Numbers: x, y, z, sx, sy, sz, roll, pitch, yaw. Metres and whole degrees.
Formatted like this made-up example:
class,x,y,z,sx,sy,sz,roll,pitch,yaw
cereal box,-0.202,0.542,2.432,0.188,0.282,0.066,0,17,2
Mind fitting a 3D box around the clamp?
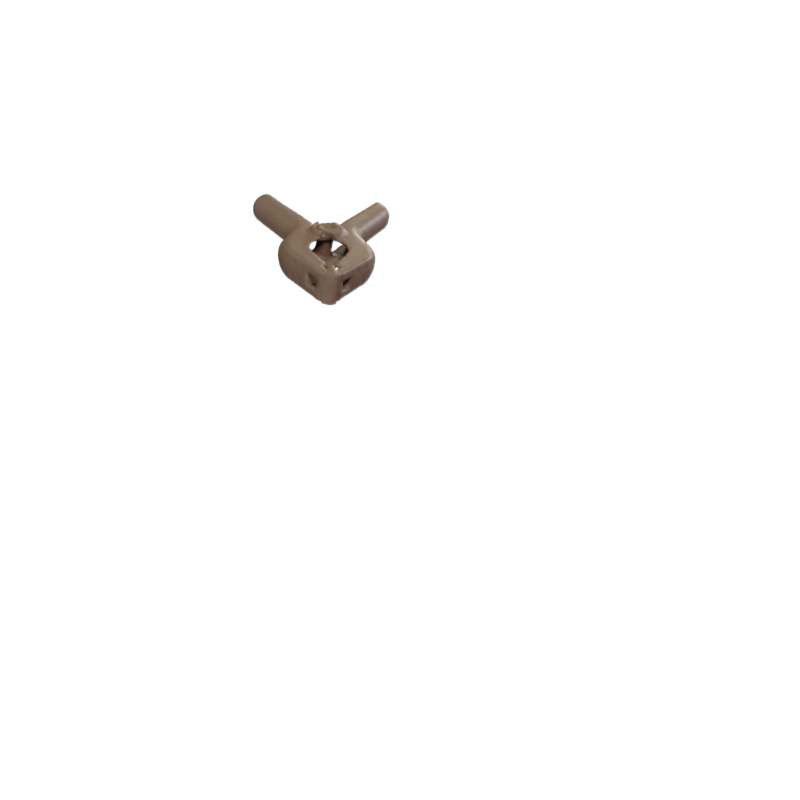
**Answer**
class,x,y,z,sx,sy,sz,roll,pitch,yaw
clamp,-0.073,-0.132,0.928,0.121,0.037,0.180,2,28,3
